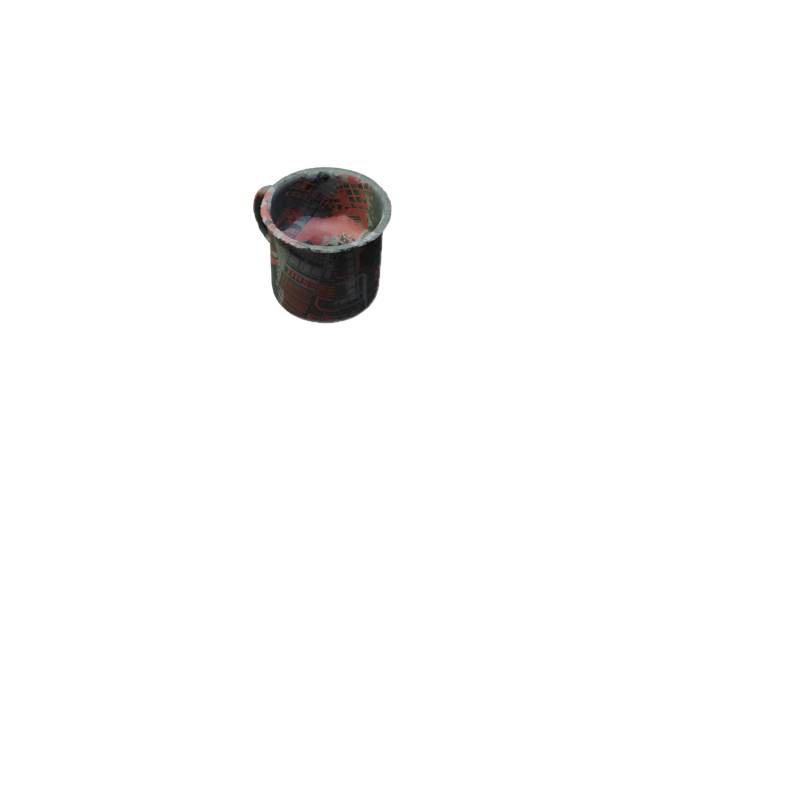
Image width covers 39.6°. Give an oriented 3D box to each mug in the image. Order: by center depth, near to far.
[{"bbox_3d":[-0.064,-0.117,0.818,0.124,0.076,0.095,30,52,25],"label":"mug"}]
